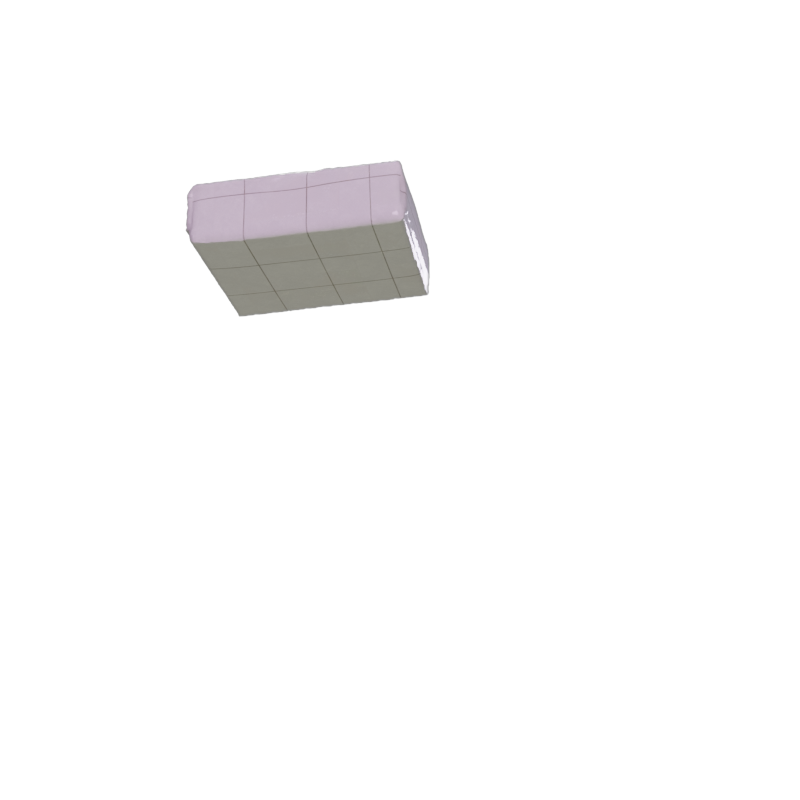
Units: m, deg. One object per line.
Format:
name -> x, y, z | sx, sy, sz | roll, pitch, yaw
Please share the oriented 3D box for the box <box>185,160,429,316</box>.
box -> -0.037, -0.066, 0.466 | 0.090, 0.032, 0.068 | -5, -22, 11
